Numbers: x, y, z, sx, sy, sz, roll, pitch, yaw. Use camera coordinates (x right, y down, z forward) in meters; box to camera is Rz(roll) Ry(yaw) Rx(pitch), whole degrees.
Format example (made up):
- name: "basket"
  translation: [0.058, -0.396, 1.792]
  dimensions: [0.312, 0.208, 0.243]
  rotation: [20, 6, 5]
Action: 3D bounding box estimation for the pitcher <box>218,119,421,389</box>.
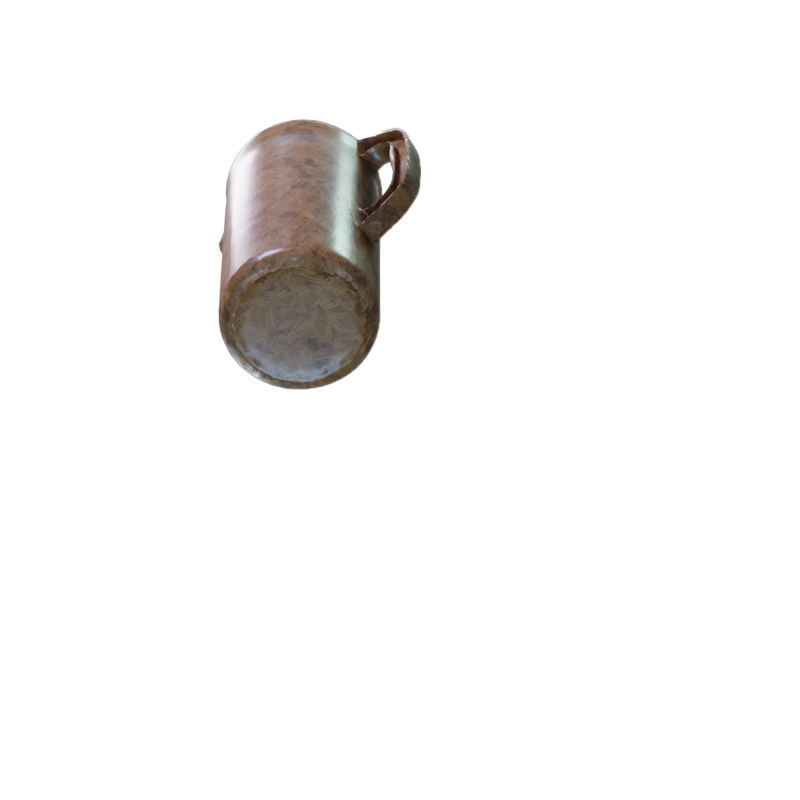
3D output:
- name: "pitcher"
  translation: [-0.065, -0.119, 0.833]
  dimensions: [0.143, 0.142, 0.258]
  rotation: [10, 28, -9]
